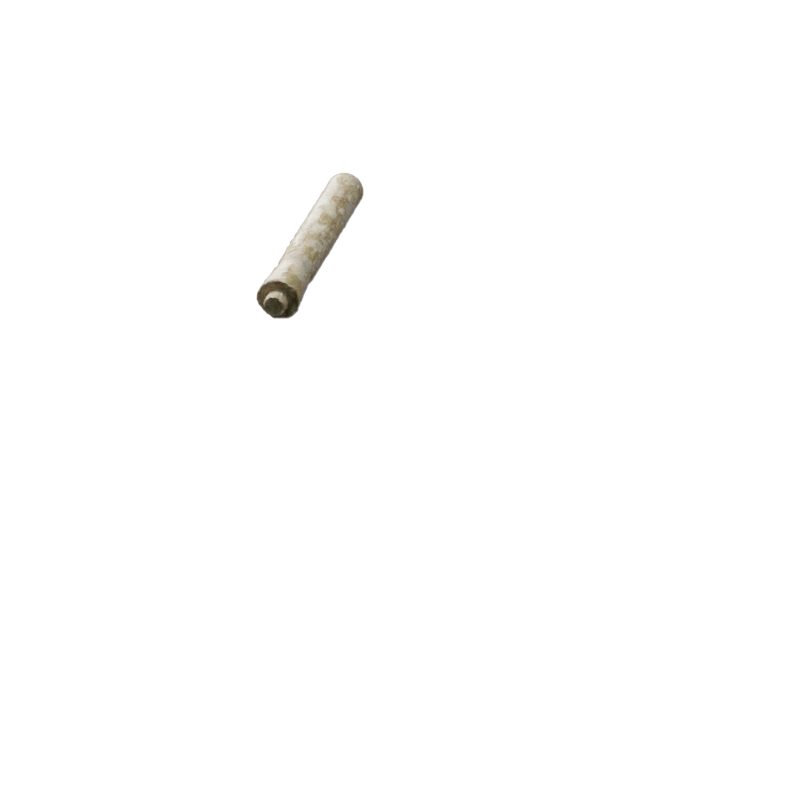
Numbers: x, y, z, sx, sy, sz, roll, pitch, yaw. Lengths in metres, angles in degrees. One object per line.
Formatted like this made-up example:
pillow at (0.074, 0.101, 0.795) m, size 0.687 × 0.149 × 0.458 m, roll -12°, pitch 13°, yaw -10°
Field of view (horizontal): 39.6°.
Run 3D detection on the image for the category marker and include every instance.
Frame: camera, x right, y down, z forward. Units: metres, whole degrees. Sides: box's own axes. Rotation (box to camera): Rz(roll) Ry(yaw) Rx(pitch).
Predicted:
marker at (-0.040, -0.073, 0.509) m, size 0.020 × 0.018 × 0.126 m, roll 0°, pitch 33°, yaw 14°
